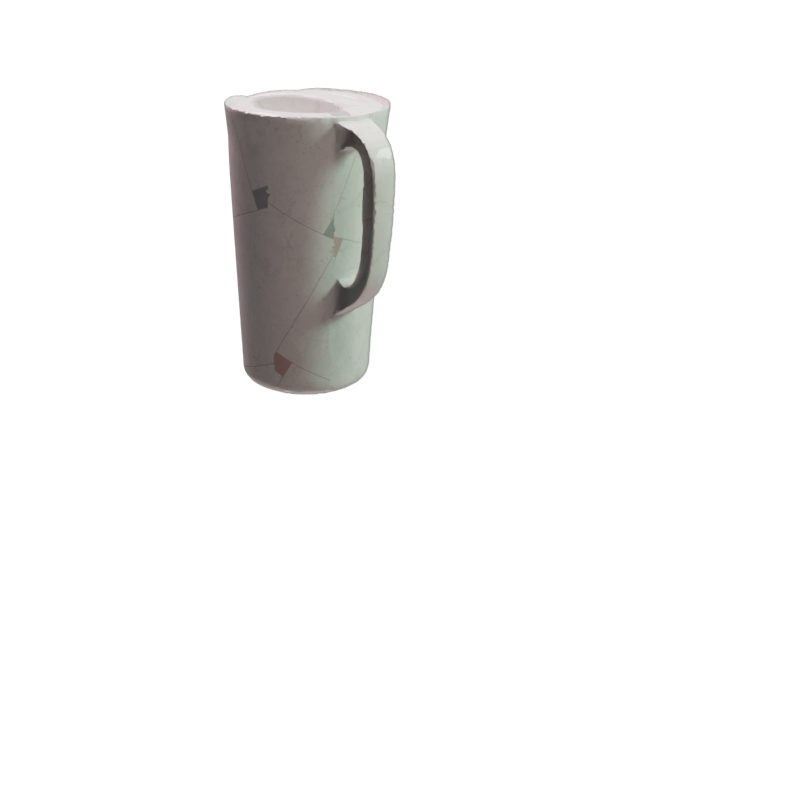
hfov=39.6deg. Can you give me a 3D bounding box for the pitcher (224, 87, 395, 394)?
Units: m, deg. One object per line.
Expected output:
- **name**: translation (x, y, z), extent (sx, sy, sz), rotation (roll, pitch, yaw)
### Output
- **pitcher**: translation (-0.071, -0.130, 0.908), extent (0.147, 0.233, 0.154), rotation (4, 20, 7)
